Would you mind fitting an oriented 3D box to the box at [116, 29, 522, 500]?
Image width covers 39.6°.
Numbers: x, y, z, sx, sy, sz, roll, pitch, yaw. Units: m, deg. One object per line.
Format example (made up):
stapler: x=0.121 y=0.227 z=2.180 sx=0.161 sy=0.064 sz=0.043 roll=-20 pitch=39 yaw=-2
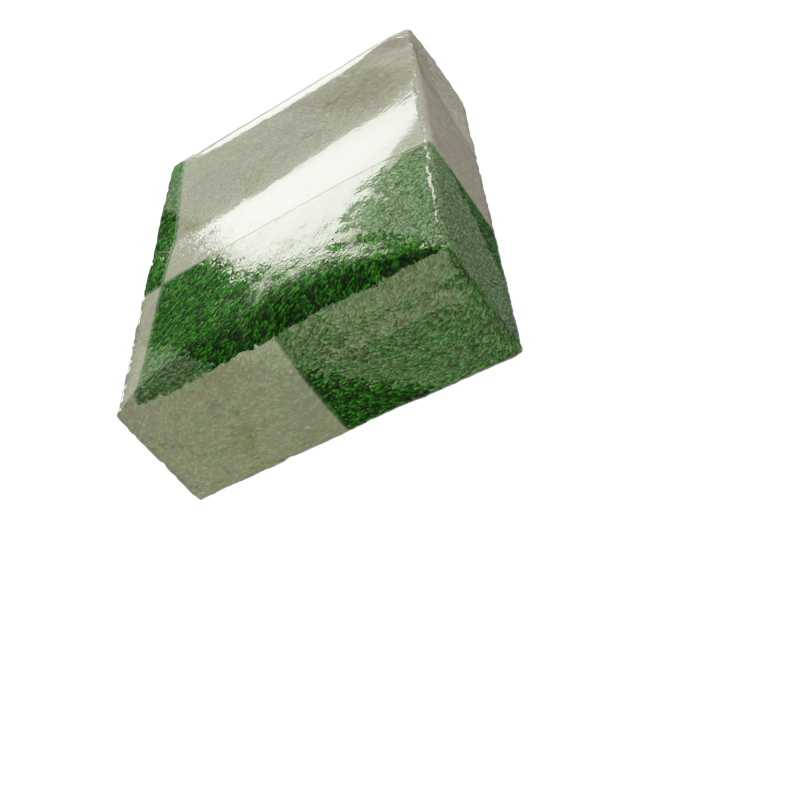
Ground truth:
box: x=-0.043 y=-0.078 z=0.543 sx=0.164 sy=0.067 sz=0.229 roll=-26 pitch=36 yaw=17
